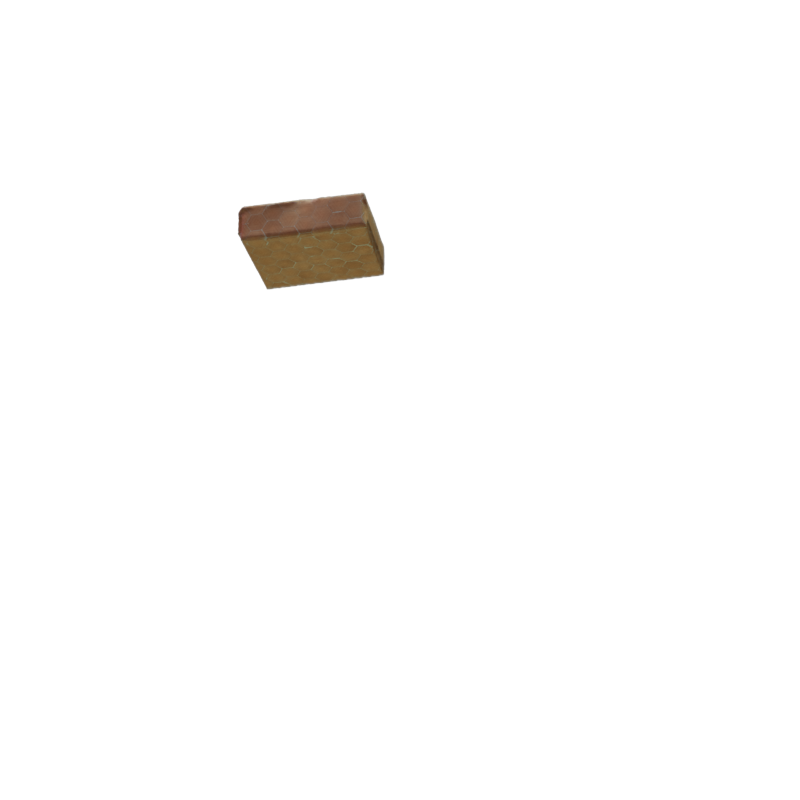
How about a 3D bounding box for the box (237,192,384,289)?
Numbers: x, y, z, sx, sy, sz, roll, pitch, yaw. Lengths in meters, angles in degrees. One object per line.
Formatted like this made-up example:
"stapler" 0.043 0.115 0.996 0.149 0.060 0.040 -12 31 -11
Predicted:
"box" -0.060 -0.110 0.769 0.090 0.032 0.068 -5 -24 10
